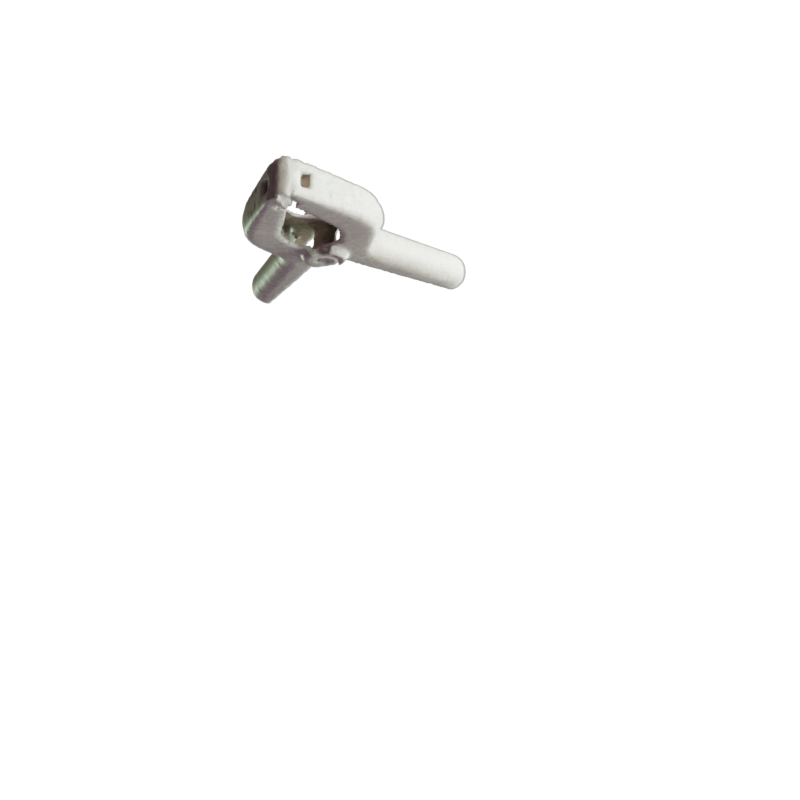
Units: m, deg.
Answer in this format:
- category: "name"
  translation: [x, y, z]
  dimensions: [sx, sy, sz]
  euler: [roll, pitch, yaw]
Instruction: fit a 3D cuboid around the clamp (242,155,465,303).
- category: "clamp"
  translation: [-0.060, -0.110, 0.770]
  dimensions: [0.168, 0.038, 0.197]
  euler: [-6, -16, 20]
